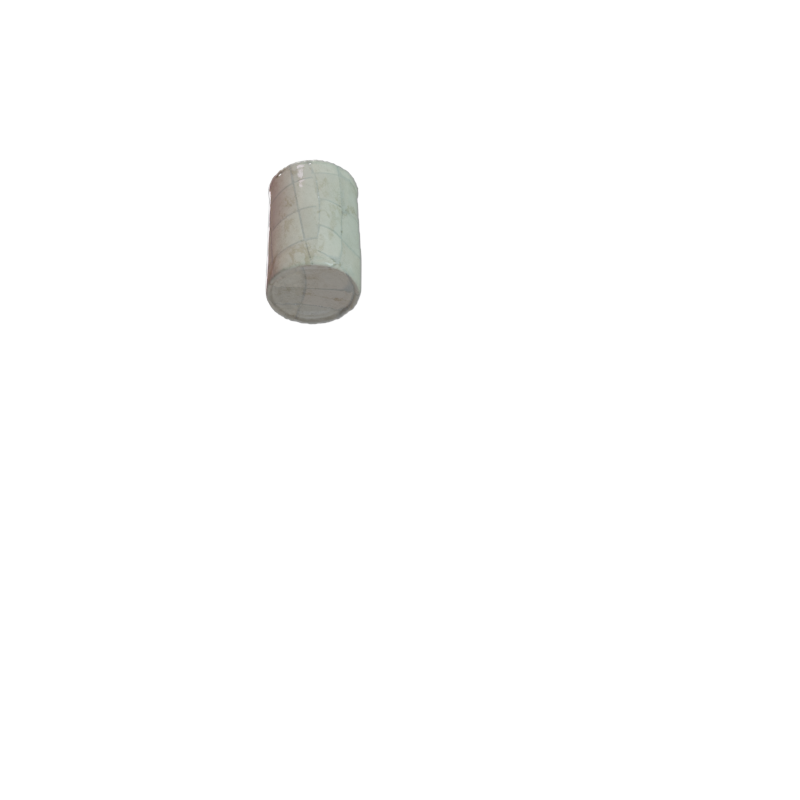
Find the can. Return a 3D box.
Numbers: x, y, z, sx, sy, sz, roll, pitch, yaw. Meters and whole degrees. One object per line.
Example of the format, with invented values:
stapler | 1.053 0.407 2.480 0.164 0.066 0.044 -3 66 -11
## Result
can | -0.063 -0.114 0.801 0.068 0.110 0.064 -1 -39 -3
